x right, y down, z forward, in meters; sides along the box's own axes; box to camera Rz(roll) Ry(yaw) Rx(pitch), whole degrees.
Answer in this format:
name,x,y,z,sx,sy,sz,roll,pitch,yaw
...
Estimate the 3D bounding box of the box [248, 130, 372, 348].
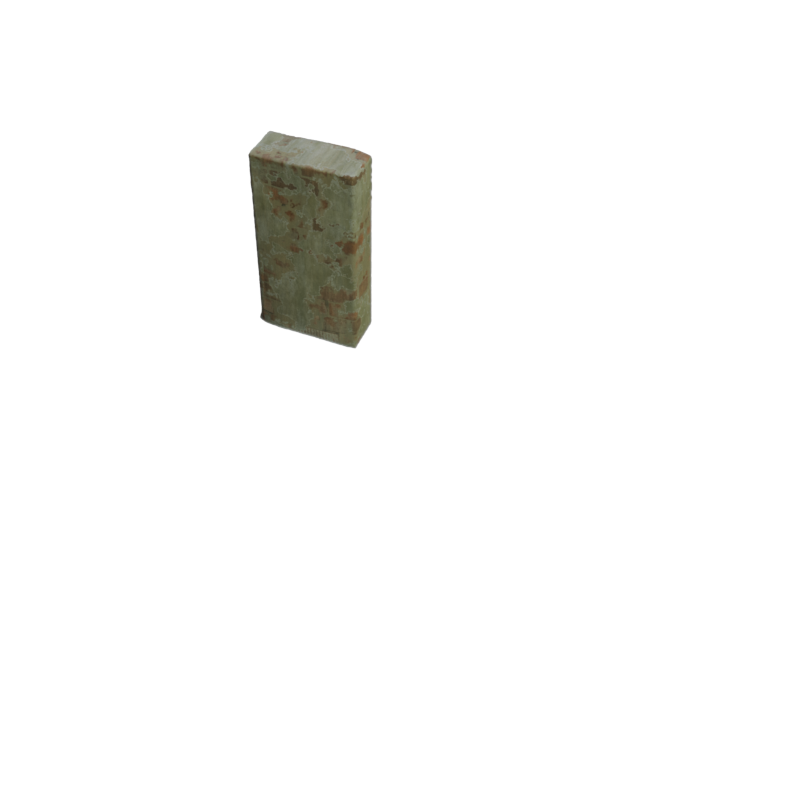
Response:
name,x,y,z,sx,sy,sz,roll,pitch,yaw
box,-0.071,-0.131,0.914,0.097,0.165,0.050,17,41,17
